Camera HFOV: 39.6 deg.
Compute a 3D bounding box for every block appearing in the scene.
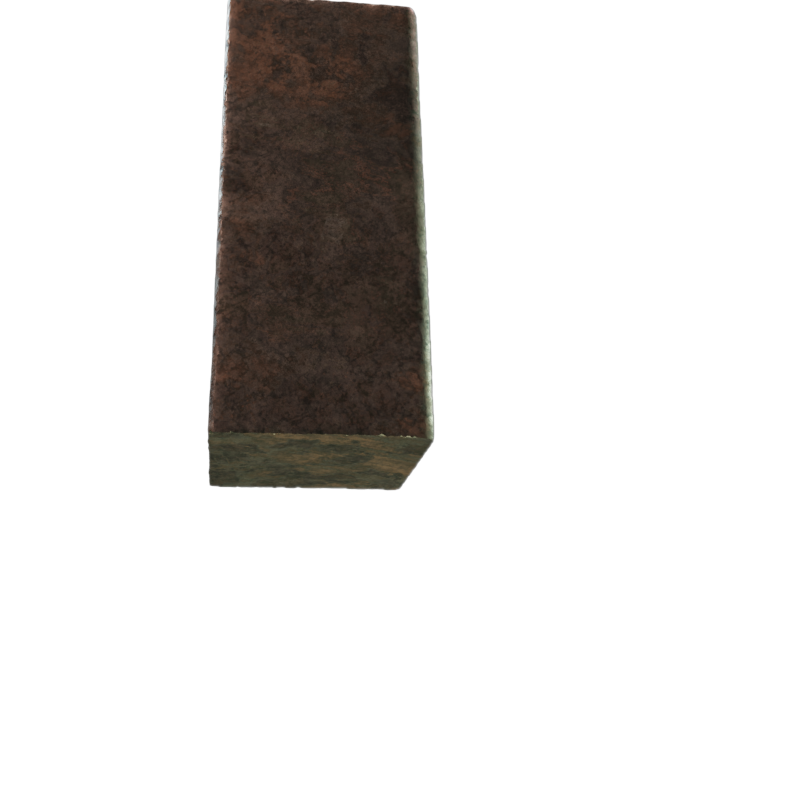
[{"bbox_3d":[-0.039,-0.073,0.508,0.089,0.218,0.087,2,-24,-7],"label":"block"}]
